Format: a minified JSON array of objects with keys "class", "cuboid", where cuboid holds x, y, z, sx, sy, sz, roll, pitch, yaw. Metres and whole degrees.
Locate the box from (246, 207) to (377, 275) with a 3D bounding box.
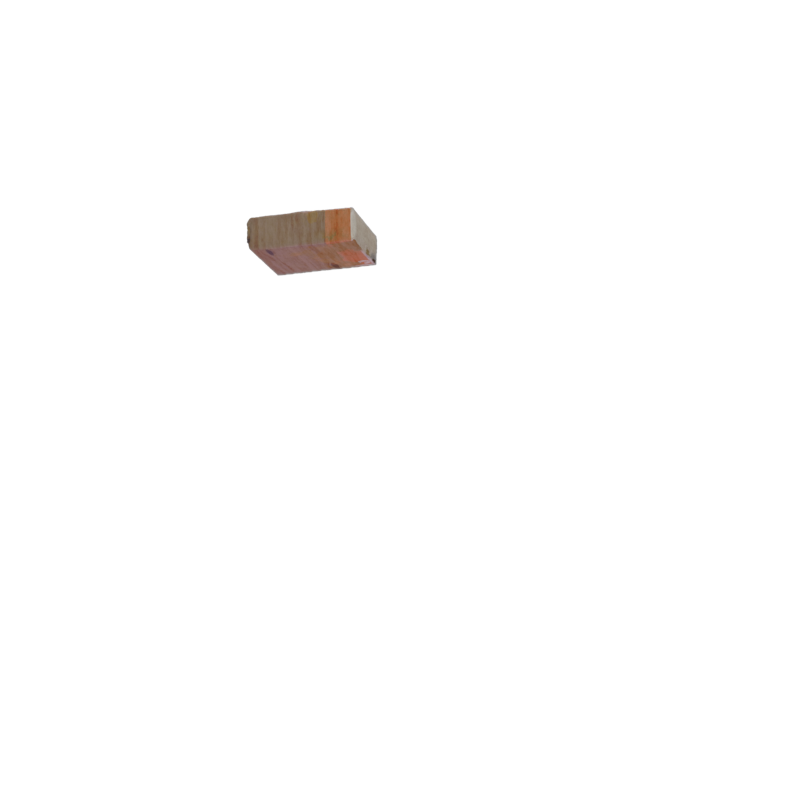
[{"class":"box","cuboid":[-0.070,-0.127,0.892,0.091,0.031,0.069,-3,-12,15]}]
